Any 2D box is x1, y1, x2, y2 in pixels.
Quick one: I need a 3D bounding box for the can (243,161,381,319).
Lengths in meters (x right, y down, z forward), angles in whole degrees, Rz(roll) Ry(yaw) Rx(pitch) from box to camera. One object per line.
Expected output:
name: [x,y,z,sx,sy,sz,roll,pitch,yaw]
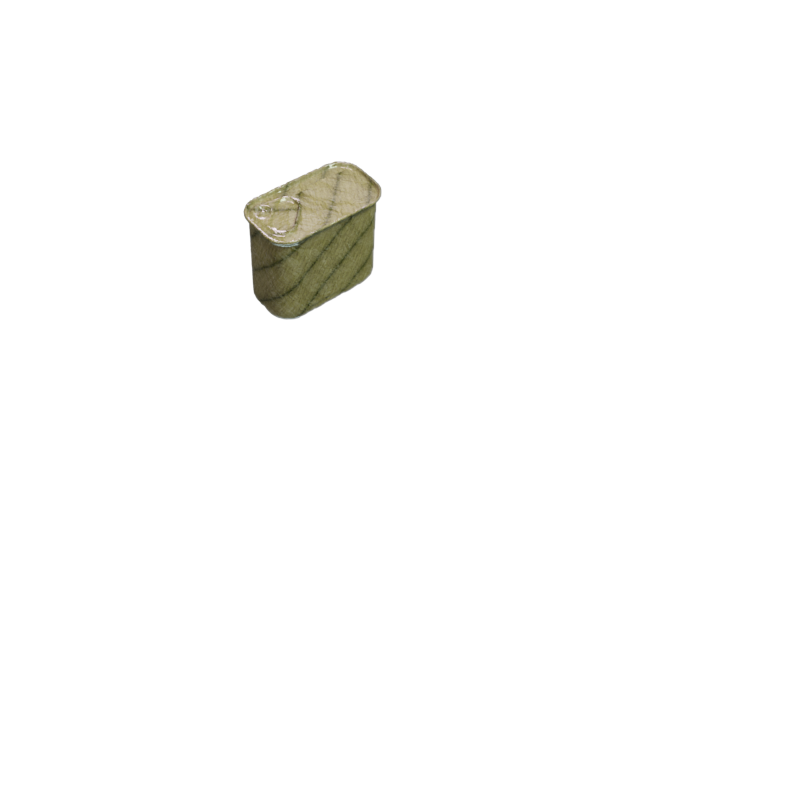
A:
can: [-0.066,-0.120,0.838,0.102,0.078,0.062,-30,55,-26]
